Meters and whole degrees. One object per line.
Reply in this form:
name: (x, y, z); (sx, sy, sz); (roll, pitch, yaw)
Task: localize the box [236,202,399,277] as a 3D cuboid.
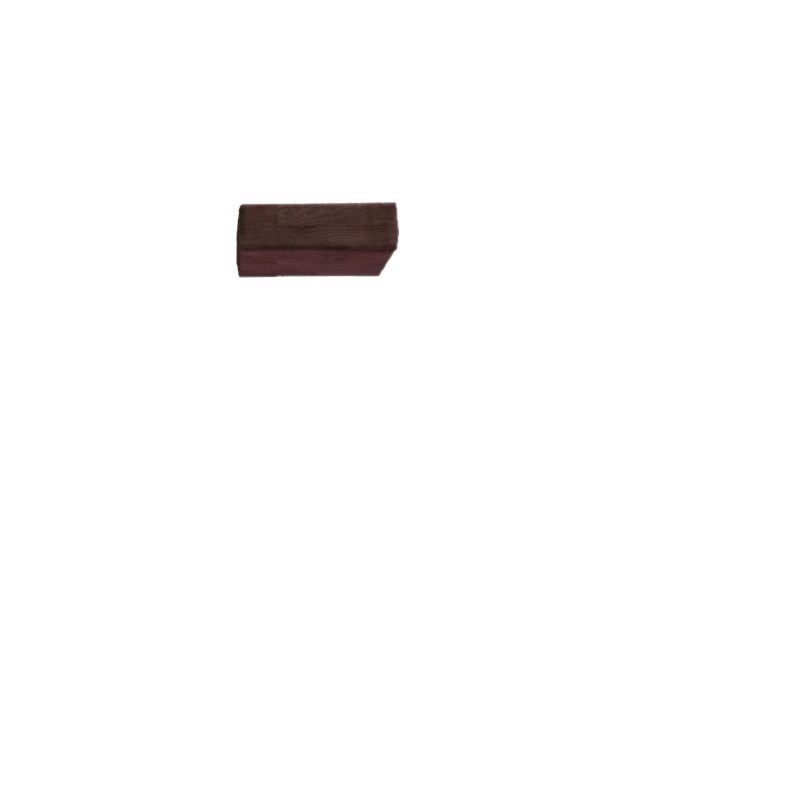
box: (-0.063, -0.115, 0.807); (0.112, 0.040, 0.088); (1, -7, -7)
